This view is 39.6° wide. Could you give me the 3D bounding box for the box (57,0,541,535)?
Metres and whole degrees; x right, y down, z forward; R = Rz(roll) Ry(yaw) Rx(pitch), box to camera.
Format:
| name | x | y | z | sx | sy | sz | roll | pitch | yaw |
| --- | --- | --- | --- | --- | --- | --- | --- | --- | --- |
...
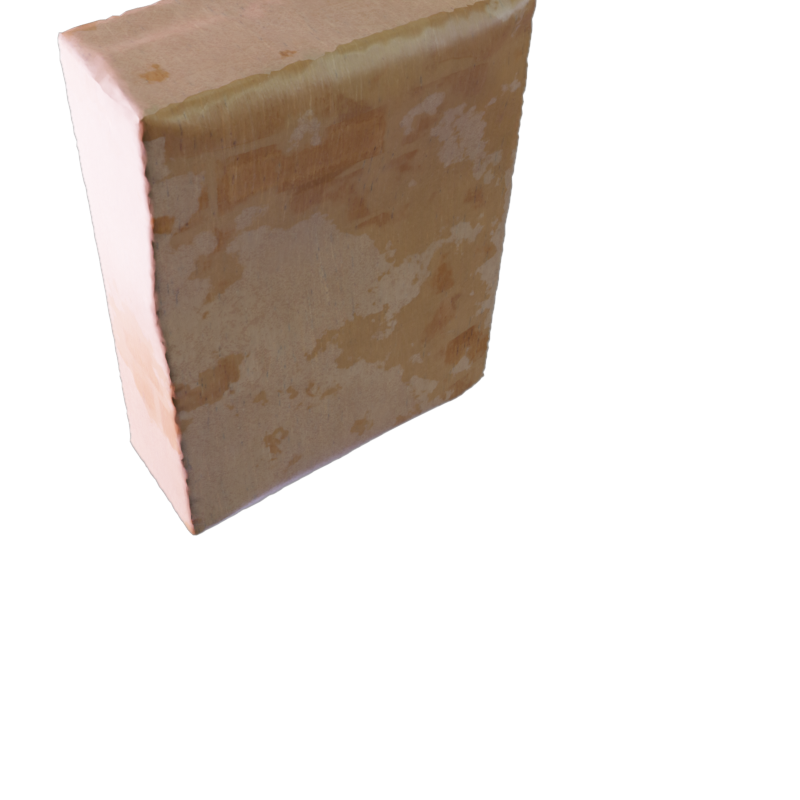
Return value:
| name | x | y | z | sx | sy | sz | roll | pitch | yaw |
| --- | --- | --- | --- | --- | --- | --- | --- | --- | --- |
| box | -0.035 | -0.064 | 0.448 | 0.163 | 0.199 | 0.077 | -26 | 52 | -26 |
